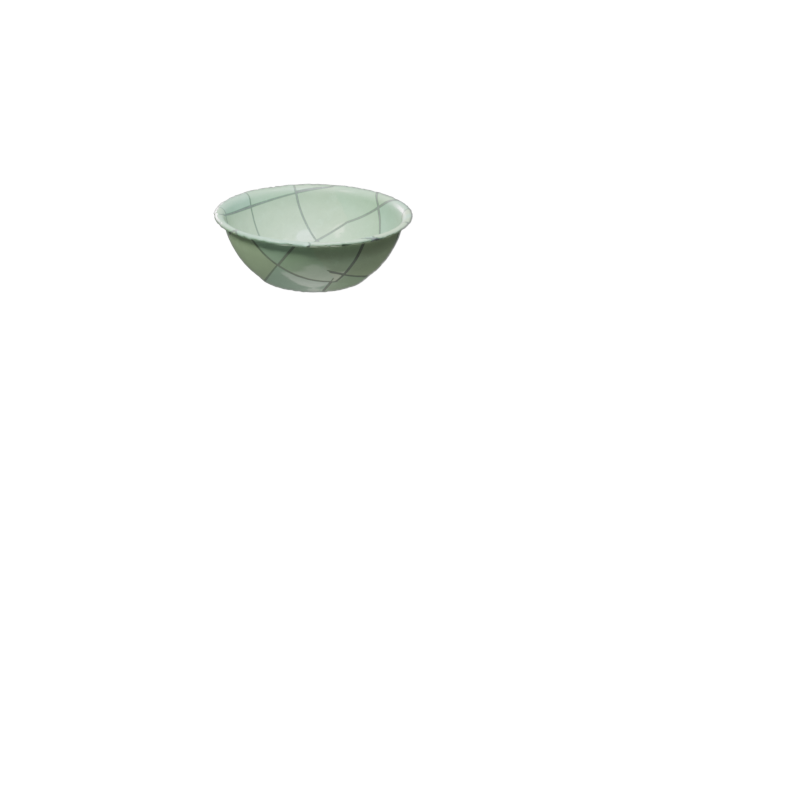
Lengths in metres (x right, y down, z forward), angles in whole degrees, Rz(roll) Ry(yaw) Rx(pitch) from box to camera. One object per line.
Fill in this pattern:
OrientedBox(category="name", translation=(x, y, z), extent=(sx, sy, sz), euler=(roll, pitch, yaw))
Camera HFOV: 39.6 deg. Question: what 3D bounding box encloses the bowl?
OrientedBox(category="bowl", translation=(-0.071, -0.130, 0.911), extent=(0.162, 0.052, 0.171), euler=(-1, 26, -2))
